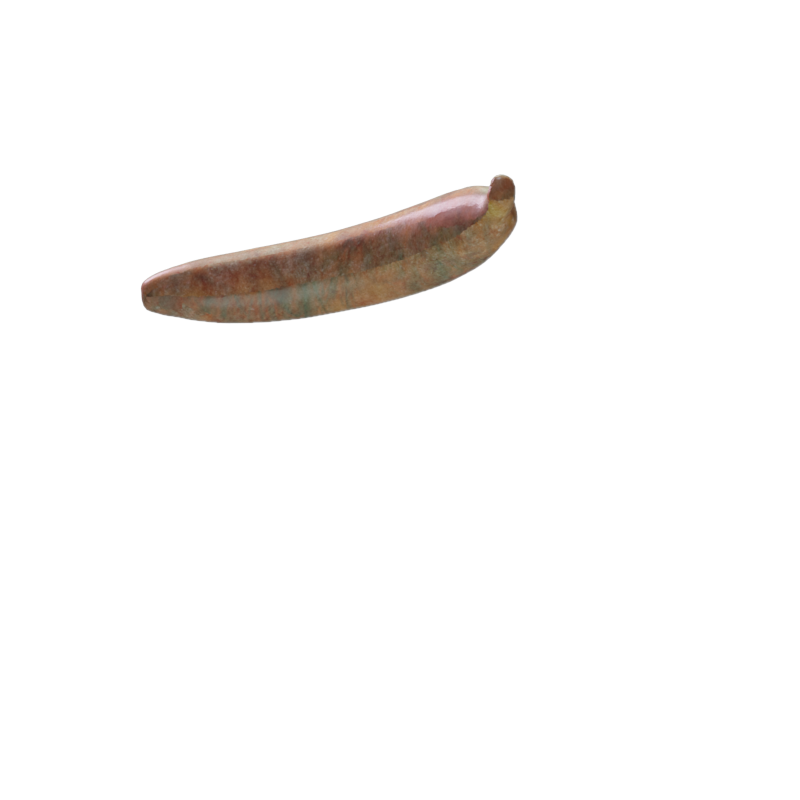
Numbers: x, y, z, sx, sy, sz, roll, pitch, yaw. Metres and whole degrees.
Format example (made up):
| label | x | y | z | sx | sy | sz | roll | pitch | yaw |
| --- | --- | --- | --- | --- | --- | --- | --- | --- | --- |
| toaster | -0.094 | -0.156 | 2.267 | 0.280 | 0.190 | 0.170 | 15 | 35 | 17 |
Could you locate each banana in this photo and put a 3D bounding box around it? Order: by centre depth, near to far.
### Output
| label | x | y | z | sx | sy | sz | roll | pitch | yaw |
| --- | --- | --- | --- | --- | --- | --- | --- | --- | --- |
| banana | -0.026 | -0.066 | 0.503 | 0.201 | 0.039 | 0.065 | -13 | -25 | 31 |
